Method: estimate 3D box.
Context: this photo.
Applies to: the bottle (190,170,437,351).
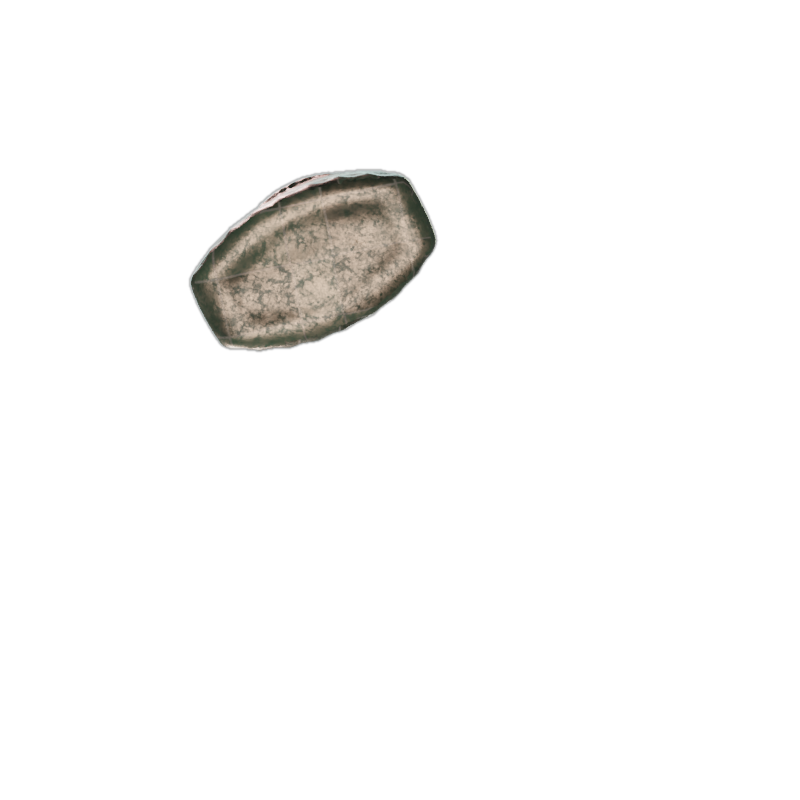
[{"bbox_3d":[-0.040,-0.073,0.514,0.096,0.057,0.196,-28,13,2],"label":"bottle"}]
